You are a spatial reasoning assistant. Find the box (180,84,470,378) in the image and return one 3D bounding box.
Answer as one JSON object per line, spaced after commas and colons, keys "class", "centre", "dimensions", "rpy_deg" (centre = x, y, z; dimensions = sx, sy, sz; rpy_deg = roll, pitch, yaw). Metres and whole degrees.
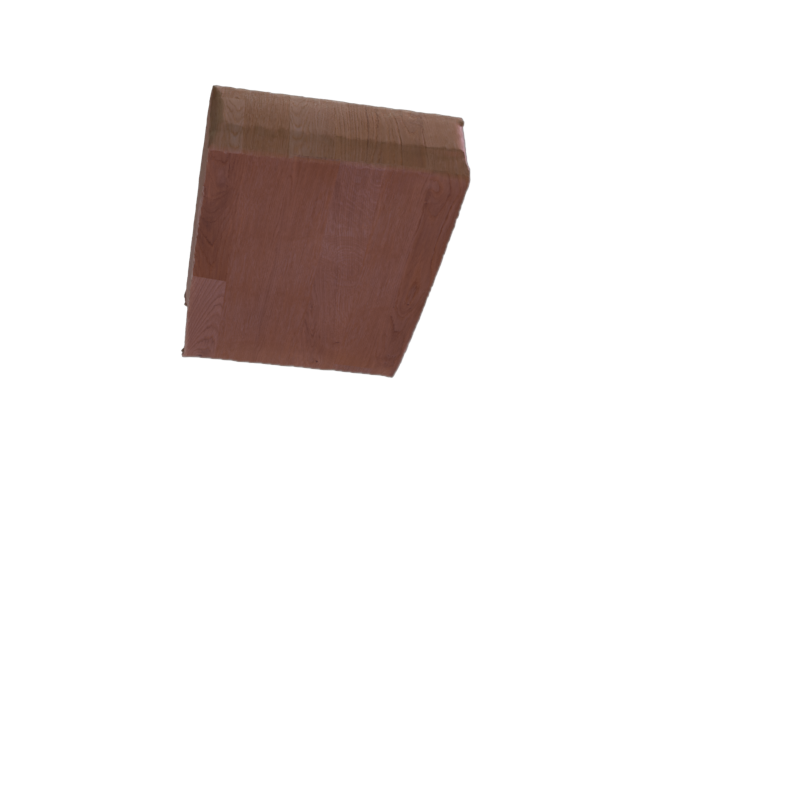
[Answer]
{"class": "box", "centre": [-0.032, -0.058, 0.410], "dimensions": [0.089, 0.042, 0.107], "rpy_deg": [8, -43, -9]}
